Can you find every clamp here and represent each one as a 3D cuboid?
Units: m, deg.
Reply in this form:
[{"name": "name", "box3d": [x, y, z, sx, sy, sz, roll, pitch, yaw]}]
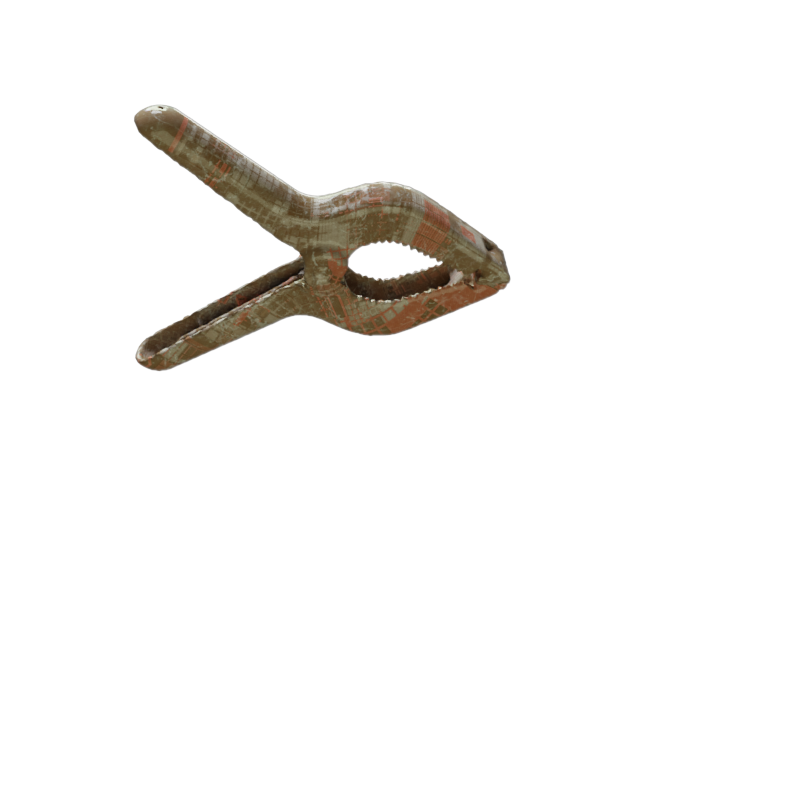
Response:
[{"name": "clamp", "box3d": [-0.047, -0.085, 0.595, 0.210, 0.153, 0.039, -1, 37, 1]}]
